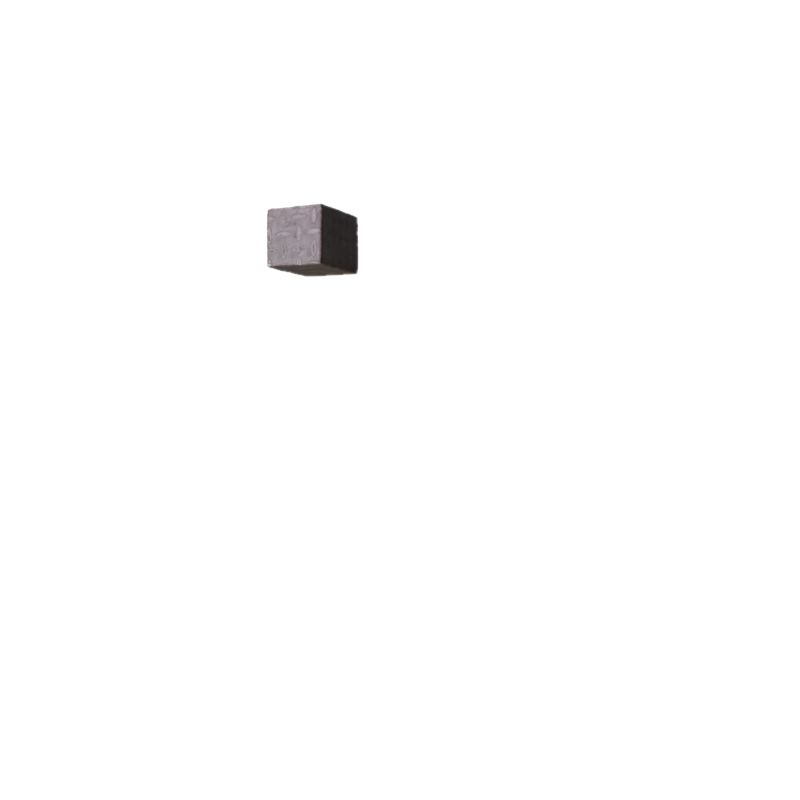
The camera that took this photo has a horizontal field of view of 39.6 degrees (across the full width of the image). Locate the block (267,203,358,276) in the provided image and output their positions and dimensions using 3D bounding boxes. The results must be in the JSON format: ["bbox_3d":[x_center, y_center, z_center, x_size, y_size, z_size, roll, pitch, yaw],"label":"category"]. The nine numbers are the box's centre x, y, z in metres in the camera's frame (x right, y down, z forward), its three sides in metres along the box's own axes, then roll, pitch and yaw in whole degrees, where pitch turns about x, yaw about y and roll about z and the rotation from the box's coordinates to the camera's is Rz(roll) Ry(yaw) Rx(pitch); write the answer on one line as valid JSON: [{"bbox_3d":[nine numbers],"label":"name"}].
[{"bbox_3d":[-0.075,-0.136,0.955,0.054,0.052,0.075,-2,-3,23],"label":"block"}]
